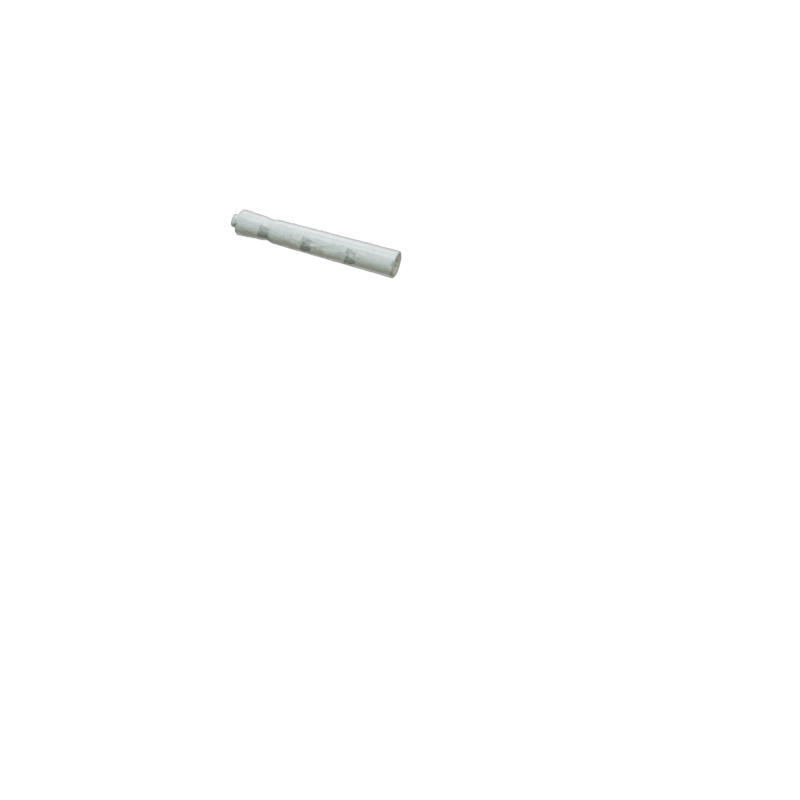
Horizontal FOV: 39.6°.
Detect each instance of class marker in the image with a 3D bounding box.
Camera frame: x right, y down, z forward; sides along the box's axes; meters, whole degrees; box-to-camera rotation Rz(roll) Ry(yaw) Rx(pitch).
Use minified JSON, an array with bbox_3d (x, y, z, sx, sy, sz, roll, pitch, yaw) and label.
[{"bbox_3d":[-0.059,-0.107,0.752,0.125,0.019,0.019,18,9,17],"label":"marker"}]
